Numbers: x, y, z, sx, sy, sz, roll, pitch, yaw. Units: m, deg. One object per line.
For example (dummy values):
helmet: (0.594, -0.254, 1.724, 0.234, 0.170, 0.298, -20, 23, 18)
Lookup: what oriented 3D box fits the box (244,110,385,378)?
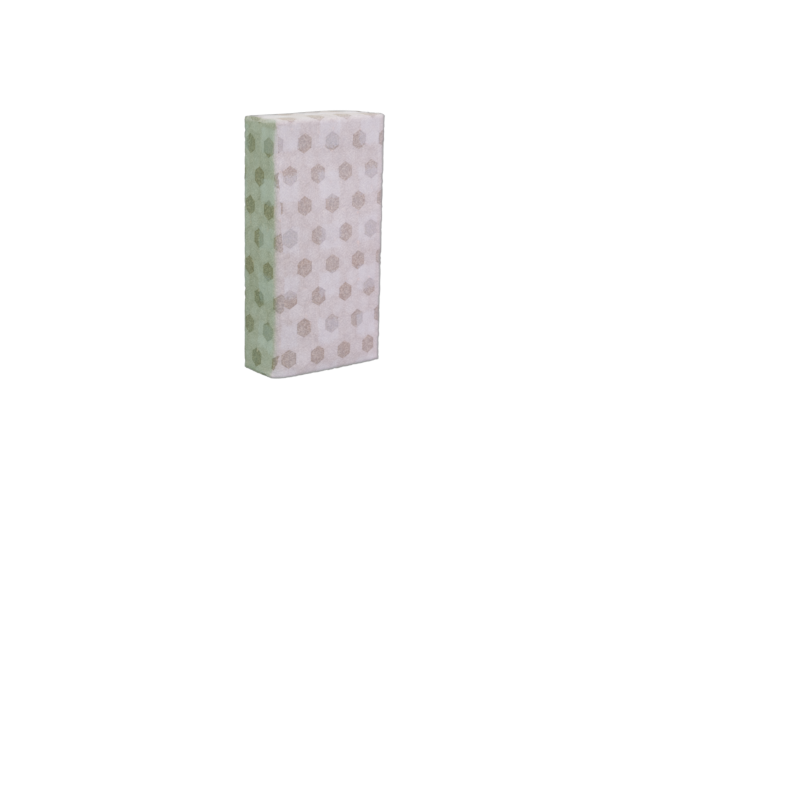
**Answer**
box: (-0.060, -0.109, 0.760, 0.091, 0.172, 0.051, -9, 14, -37)
